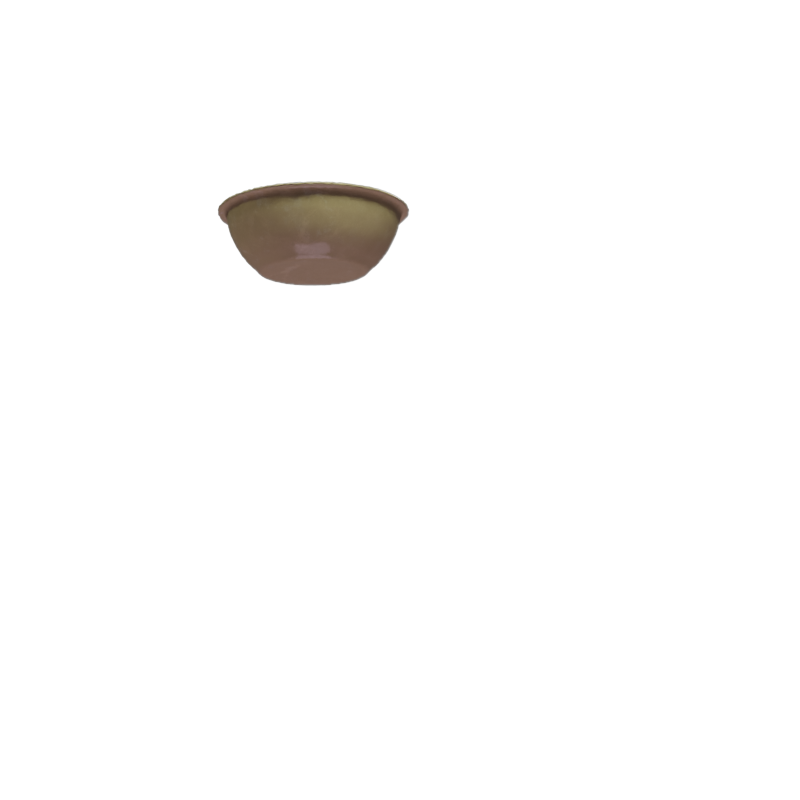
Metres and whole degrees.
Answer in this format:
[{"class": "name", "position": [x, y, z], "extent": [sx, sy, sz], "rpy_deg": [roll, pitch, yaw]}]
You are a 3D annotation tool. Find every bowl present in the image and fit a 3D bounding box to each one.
[{"class": "bowl", "position": [-0.073, -0.133, 0.931], "extent": [0.162, 0.057, 0.157], "rpy_deg": [0, -9, -2]}]
